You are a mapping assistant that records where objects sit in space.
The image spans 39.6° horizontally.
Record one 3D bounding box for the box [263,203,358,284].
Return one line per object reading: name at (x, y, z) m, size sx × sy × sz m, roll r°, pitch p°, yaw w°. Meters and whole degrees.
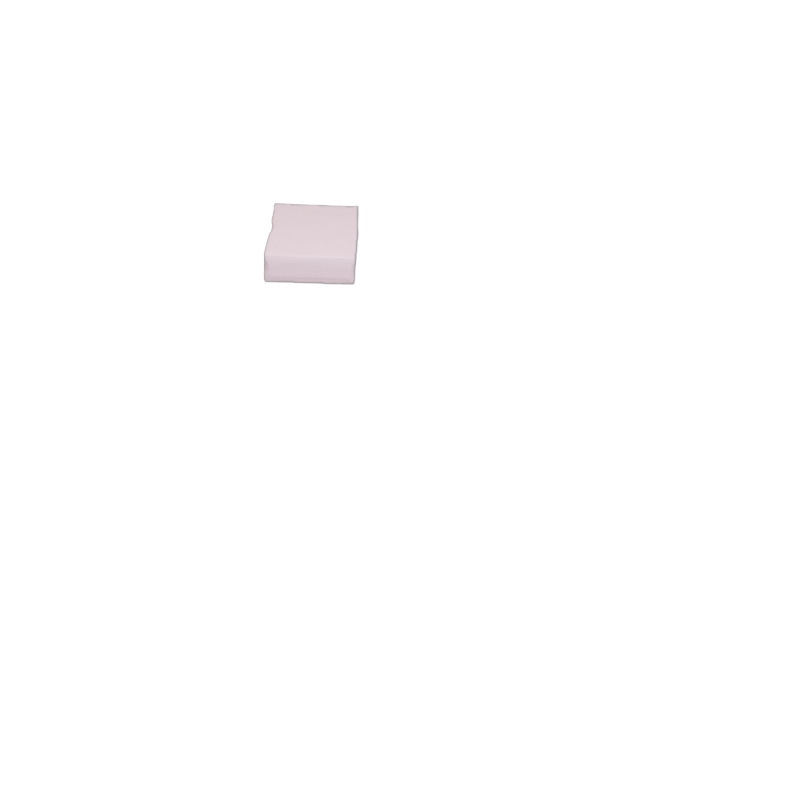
box at (-0.072, -0.131, 0.914) m, size 0.073 × 0.028 × 0.095 m, roll 2°, pitch 36°, yaw 2°
